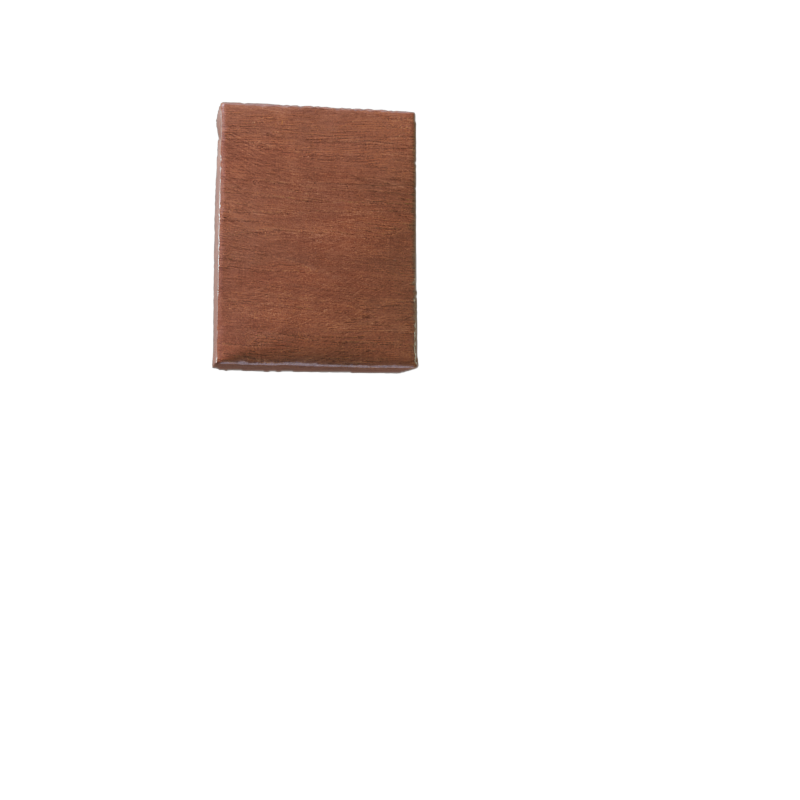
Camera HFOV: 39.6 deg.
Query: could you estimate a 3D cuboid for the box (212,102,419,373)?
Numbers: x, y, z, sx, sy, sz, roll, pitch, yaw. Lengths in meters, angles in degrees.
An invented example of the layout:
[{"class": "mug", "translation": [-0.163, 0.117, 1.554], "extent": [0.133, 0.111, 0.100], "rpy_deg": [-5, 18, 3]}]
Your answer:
[{"class": "box", "translation": [-0.072, -0.131, 0.916], "extent": [0.162, 0.219, 0.071], "rpy_deg": [1, -10, -11]}]
